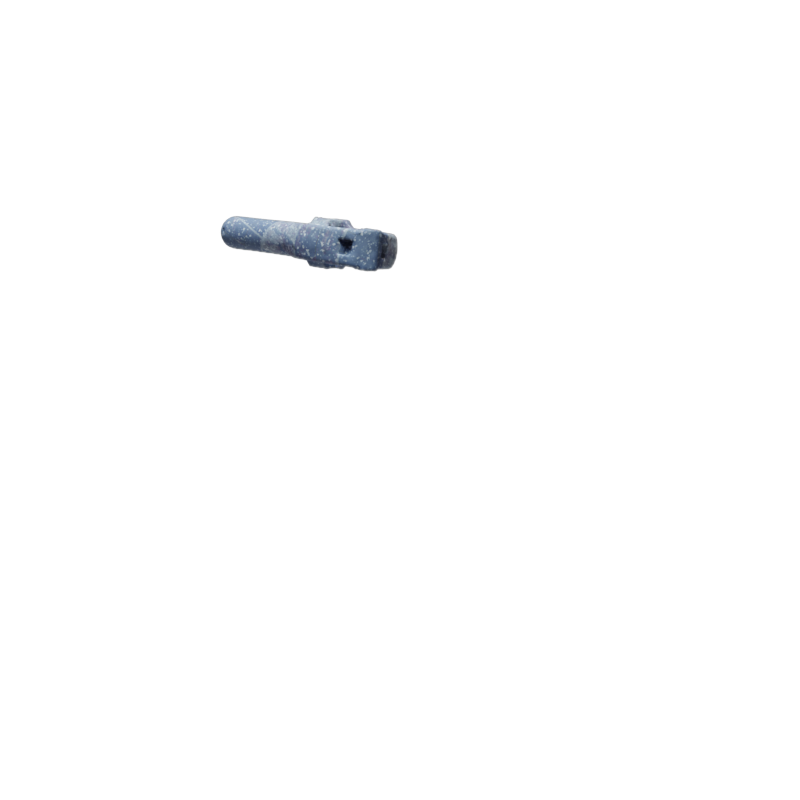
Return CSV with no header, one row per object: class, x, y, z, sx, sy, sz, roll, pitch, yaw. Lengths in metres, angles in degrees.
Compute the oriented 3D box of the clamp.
clamp,-0.062,-0.113,0.789,0.118,0.039,0.176,-2,8,-13
